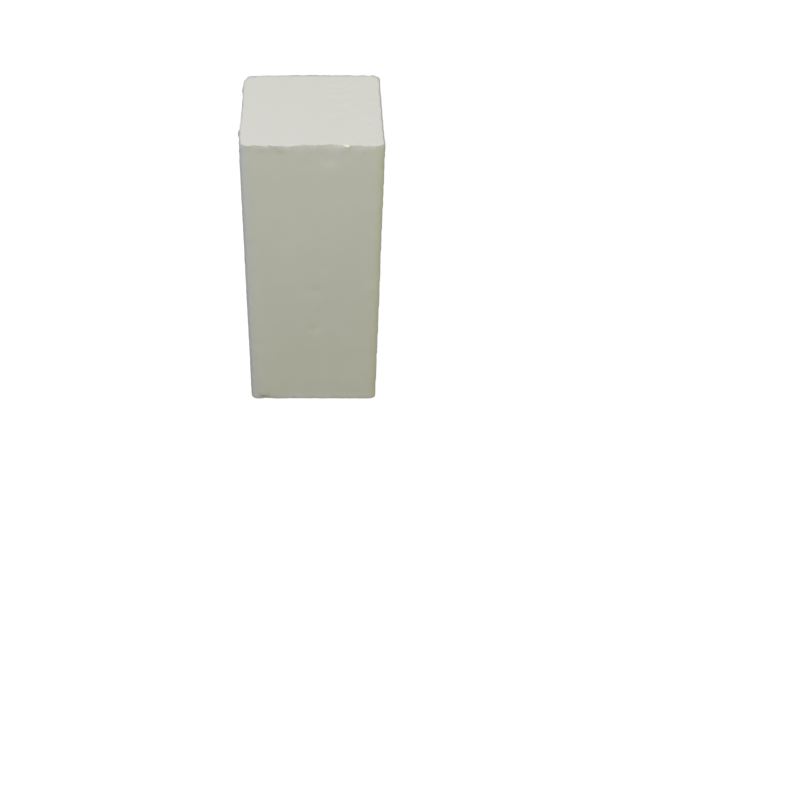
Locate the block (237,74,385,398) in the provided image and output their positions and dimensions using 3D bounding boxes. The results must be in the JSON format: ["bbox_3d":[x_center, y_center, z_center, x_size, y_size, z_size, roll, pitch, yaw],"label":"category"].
[{"bbox_3d":[-0.059,-0.107,0.748,0.090,0.192,0.097,0,40,-3],"label":"block"}]
